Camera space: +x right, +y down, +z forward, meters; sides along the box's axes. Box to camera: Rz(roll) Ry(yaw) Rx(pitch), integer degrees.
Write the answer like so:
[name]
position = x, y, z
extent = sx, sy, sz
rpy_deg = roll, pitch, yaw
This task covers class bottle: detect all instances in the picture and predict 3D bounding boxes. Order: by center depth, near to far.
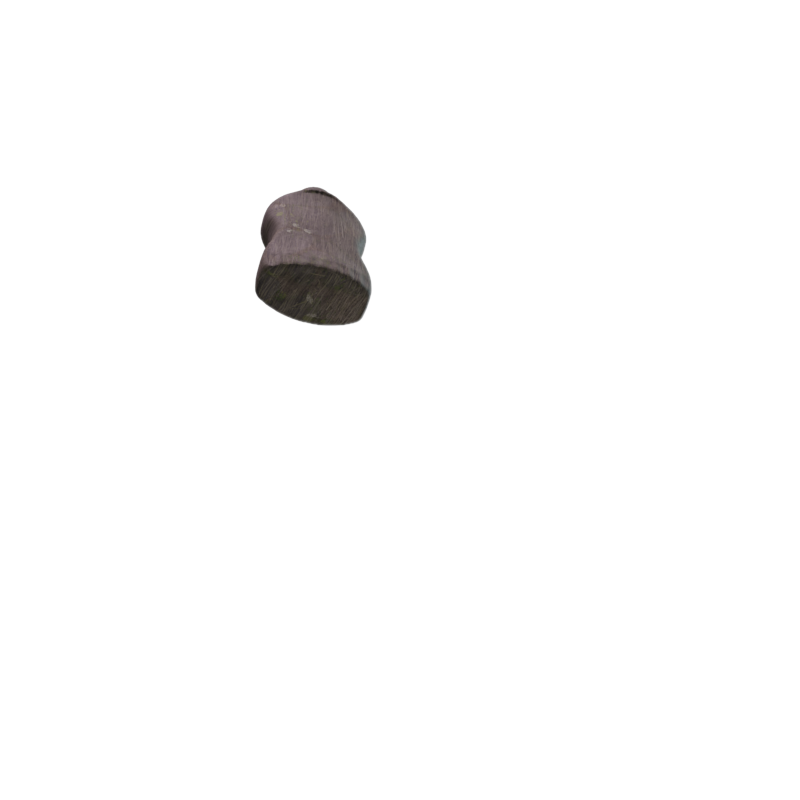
[bottle]
position = -0.078, -0.142, 0.997
extent = 0.094, 0.056, 0.204
rpy_deg = 11, 33, -10
